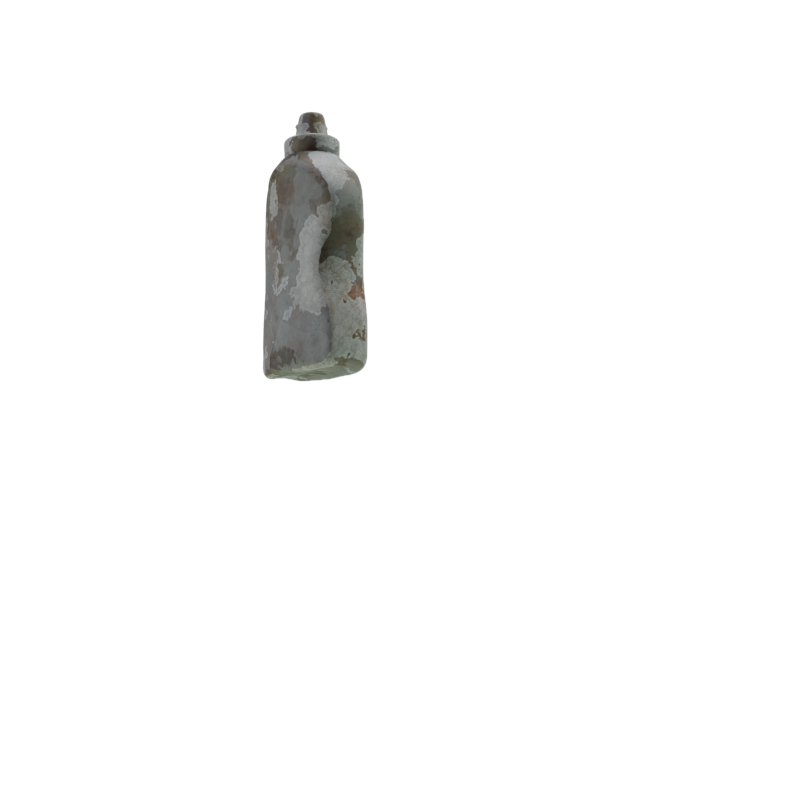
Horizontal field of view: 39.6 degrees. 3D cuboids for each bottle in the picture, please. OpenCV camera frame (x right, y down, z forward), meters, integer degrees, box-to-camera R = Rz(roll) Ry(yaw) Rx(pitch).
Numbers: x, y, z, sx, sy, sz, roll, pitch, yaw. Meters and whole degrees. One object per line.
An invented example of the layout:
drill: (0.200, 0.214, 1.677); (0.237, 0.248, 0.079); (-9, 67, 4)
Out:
bottle: (-0.063, -0.114, 0.795); (0.056, 0.198, 0.097); (7, -14, -31)
